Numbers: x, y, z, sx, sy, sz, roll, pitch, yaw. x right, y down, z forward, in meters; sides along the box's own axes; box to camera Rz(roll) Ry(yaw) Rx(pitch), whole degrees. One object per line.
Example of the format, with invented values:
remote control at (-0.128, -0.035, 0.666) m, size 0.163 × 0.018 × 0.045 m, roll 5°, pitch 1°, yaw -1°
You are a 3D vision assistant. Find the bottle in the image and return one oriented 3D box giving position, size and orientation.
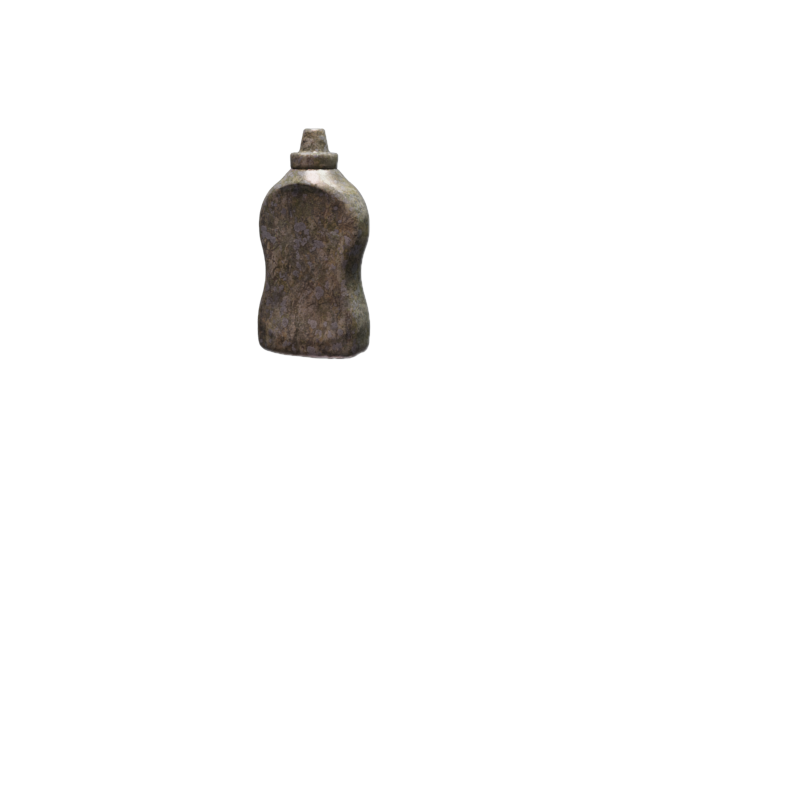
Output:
bottle at (-0.074, -0.135, 0.945) m, size 0.099 × 0.188 × 0.057 m, roll 5°, pitch 9°, yaw 25°
